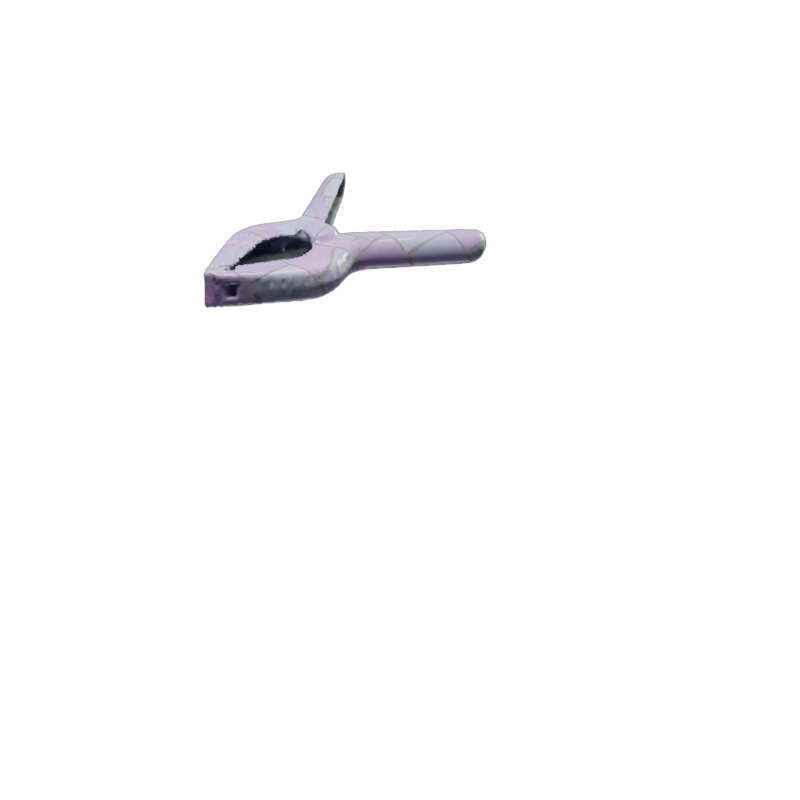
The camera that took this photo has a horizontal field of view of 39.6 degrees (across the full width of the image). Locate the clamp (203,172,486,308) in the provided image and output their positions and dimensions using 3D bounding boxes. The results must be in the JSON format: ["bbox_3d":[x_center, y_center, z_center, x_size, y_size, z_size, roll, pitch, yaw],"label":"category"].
[{"bbox_3d":[-0.065,-0.118,0.828,0.207,0.034,0.177,-22,38,-31],"label":"clamp"}]
